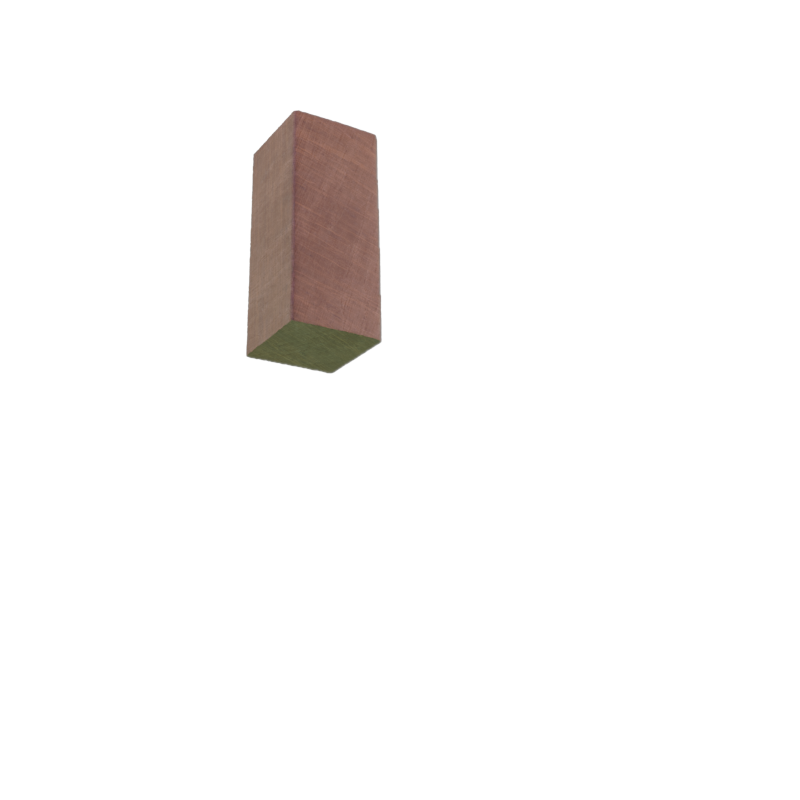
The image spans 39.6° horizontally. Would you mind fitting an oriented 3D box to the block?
[{"bbox_3d":[-0.077,-0.142,0.993,0.086,0.218,0.089,13,-29,-28],"label":"block"}]
